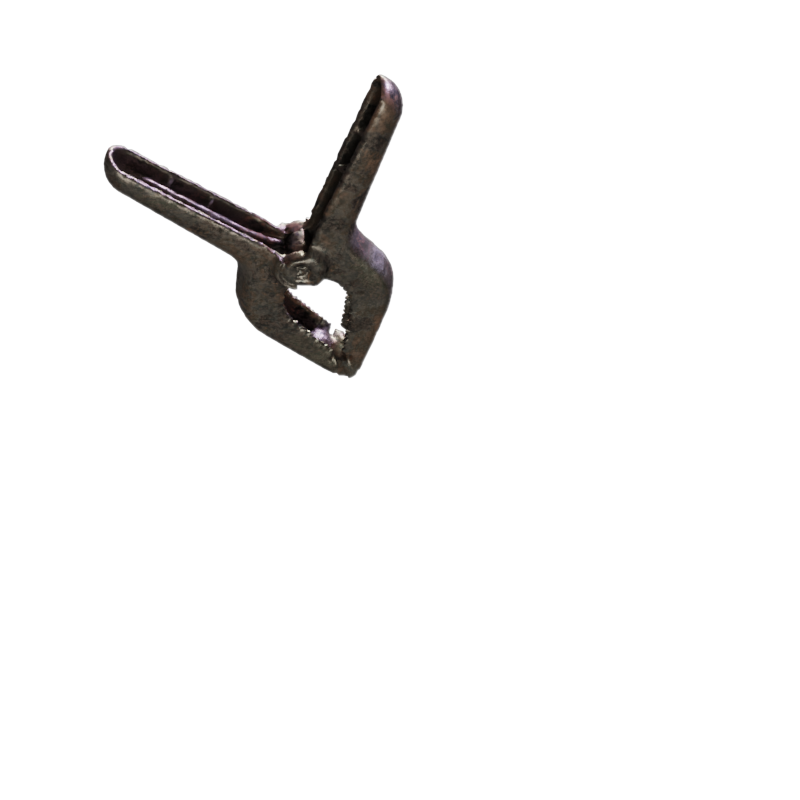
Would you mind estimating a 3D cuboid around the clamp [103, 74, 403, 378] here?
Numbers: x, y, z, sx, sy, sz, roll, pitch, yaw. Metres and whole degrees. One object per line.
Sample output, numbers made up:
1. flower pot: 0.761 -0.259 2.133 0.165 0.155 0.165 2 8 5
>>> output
1. clamp: -0.050 -0.091 0.640 0.166 0.039 0.194 -16 -46 16
